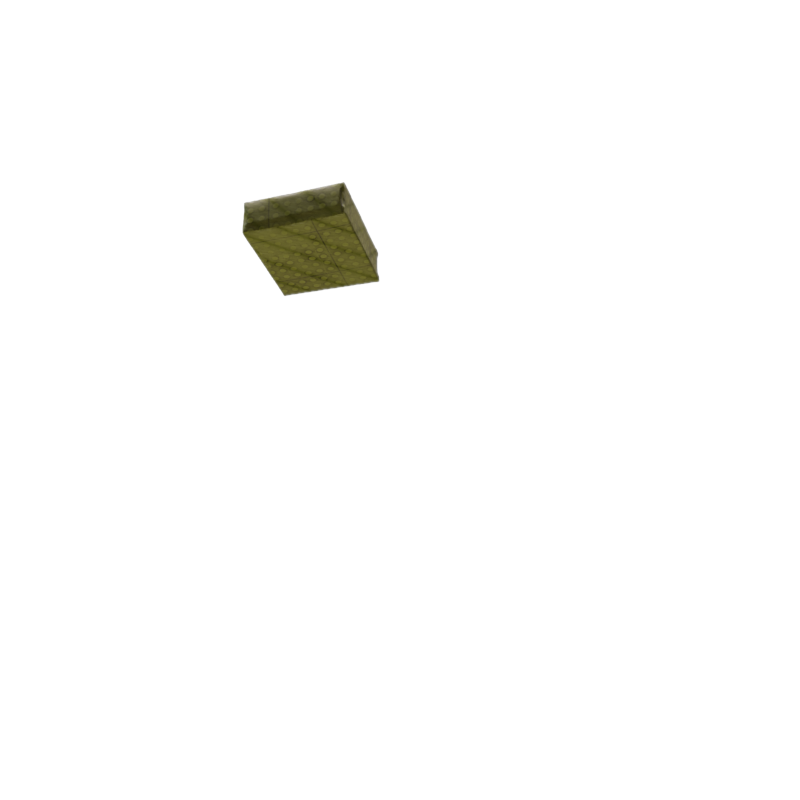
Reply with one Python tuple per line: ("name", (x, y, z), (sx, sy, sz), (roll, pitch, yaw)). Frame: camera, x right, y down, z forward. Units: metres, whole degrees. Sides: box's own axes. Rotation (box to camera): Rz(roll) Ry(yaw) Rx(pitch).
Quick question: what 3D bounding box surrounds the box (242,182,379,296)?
("box", (-0.061, -0.111, 0.776), (0.074, 0.032, 0.083), (-9, -30, 14))
